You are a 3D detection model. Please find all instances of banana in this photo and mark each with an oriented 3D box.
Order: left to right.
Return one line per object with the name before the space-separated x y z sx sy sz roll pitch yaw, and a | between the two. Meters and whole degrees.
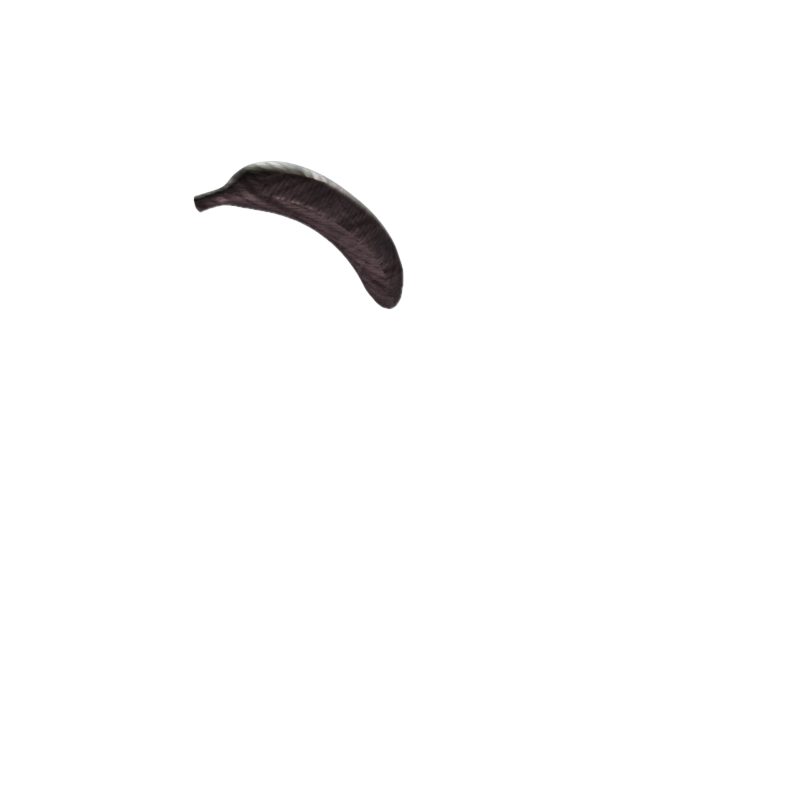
banana | -0.055 -0.127 0.817 0.186 0.039 0.069 27 -44 -33
